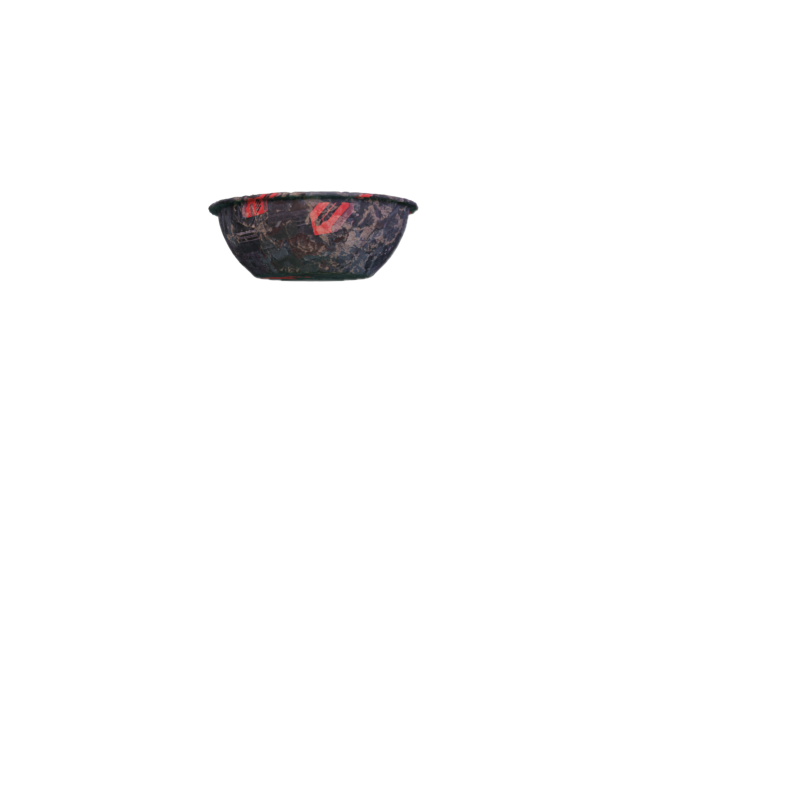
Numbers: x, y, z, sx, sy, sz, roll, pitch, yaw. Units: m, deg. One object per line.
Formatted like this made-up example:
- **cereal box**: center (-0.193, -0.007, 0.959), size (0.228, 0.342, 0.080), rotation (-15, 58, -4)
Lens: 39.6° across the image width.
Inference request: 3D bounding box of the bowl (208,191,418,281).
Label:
- **bowl**: center (-0.066, -0.121, 0.848), size (0.162, 0.055, 0.161), rotation (0, 1, -2)
